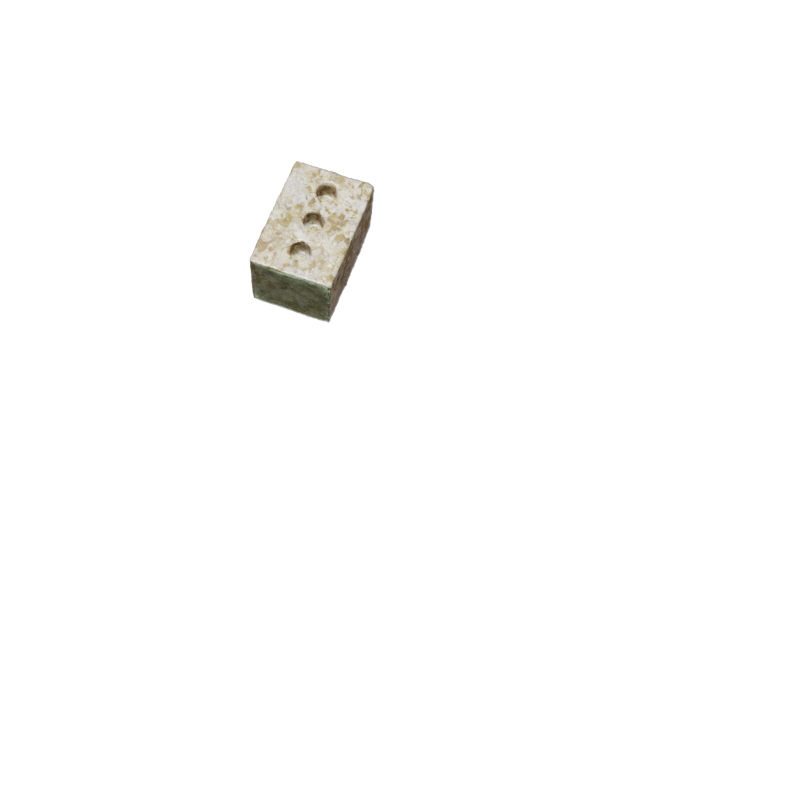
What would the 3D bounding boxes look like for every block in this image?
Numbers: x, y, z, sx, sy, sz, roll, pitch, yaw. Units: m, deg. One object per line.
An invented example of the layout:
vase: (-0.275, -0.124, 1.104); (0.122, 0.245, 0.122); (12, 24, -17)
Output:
block: (-0.053, -0.097, 0.680); (0.054, 0.081, 0.048); (18, -26, 7)
